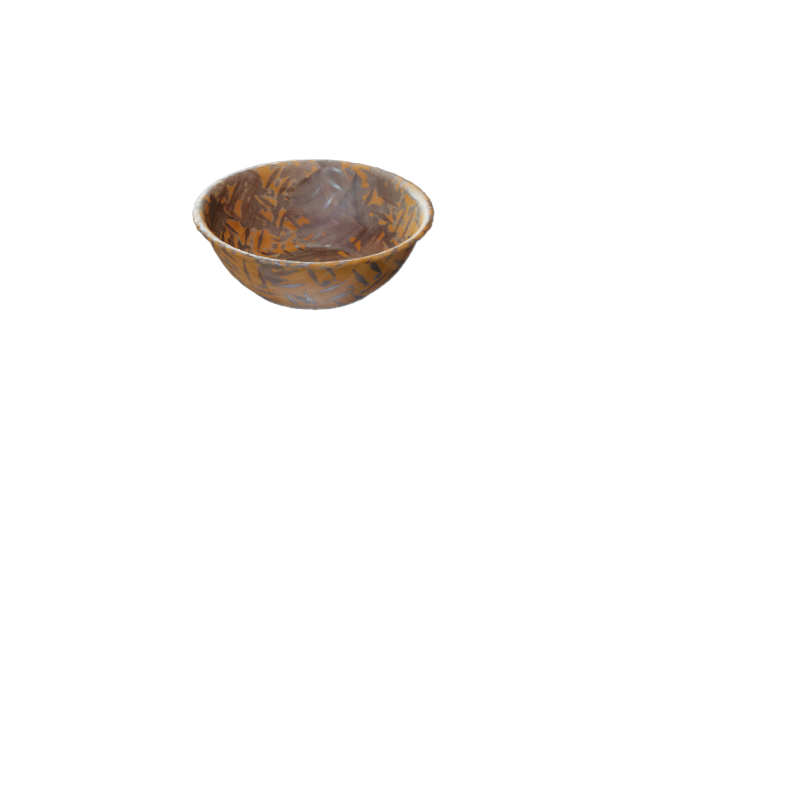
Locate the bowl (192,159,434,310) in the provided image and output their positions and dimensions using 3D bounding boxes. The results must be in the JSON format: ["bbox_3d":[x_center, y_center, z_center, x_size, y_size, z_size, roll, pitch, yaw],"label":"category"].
[{"bbox_3d":[-0.059,-0.107,0.753,0.162,0.052,0.173,-1,33,-2],"label":"bowl"}]
